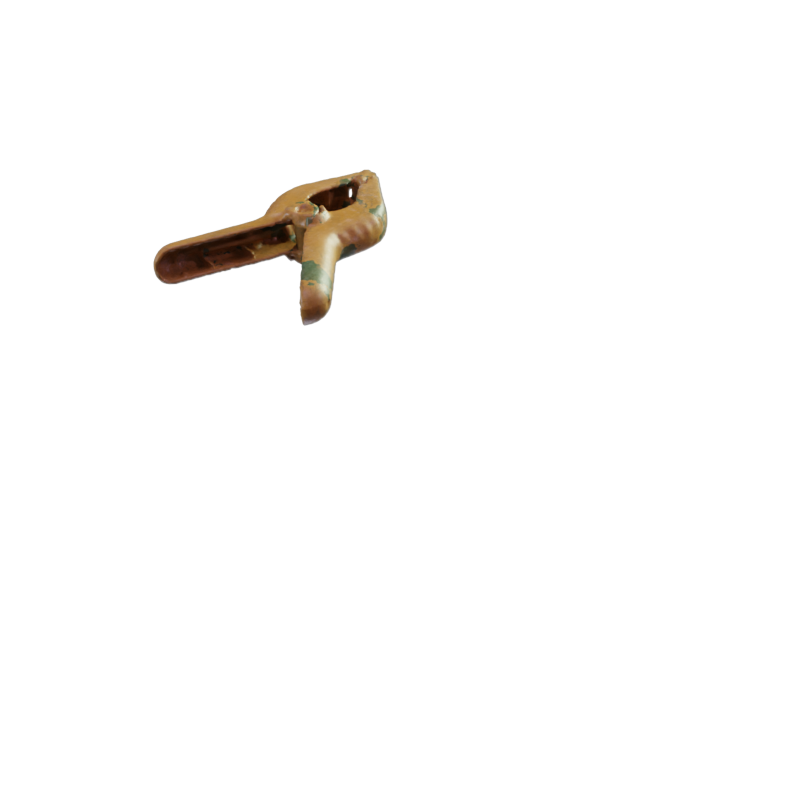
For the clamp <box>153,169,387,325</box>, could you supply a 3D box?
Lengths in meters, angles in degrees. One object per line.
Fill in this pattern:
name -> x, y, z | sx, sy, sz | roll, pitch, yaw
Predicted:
clamp -> -0.054, -0.098, 0.689 | 0.127, 0.037, 0.173 | 27, 45, 30
